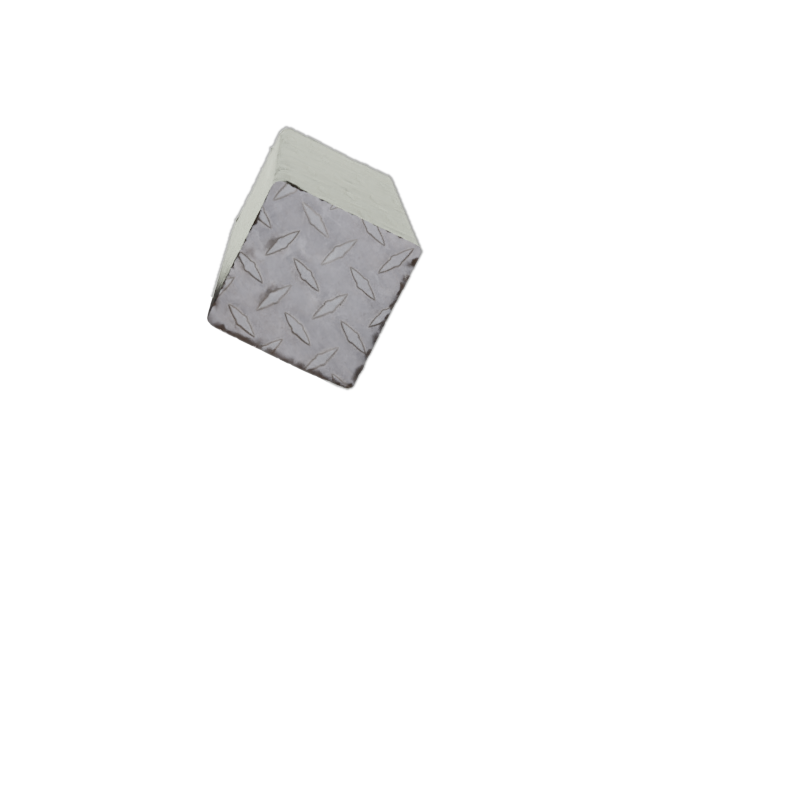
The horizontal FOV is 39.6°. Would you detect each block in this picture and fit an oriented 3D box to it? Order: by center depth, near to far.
[{"bbox_3d":[-0.054,-0.098,0.687,0.088,0.089,0.215,25,17,-12],"label":"block"}]
